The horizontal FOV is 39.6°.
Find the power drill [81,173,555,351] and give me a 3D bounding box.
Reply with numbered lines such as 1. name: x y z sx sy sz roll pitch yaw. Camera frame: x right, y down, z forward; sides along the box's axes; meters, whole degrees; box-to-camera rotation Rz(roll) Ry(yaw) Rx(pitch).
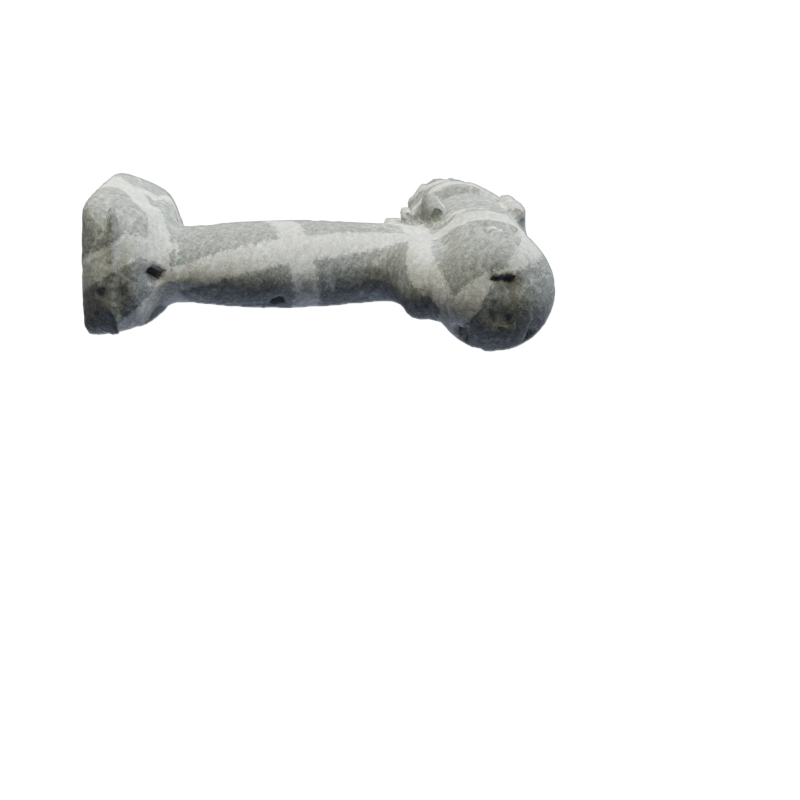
1. power drill: -0.038 -0.070 0.490 0.187 0.055 0.191 -1 17 -3
